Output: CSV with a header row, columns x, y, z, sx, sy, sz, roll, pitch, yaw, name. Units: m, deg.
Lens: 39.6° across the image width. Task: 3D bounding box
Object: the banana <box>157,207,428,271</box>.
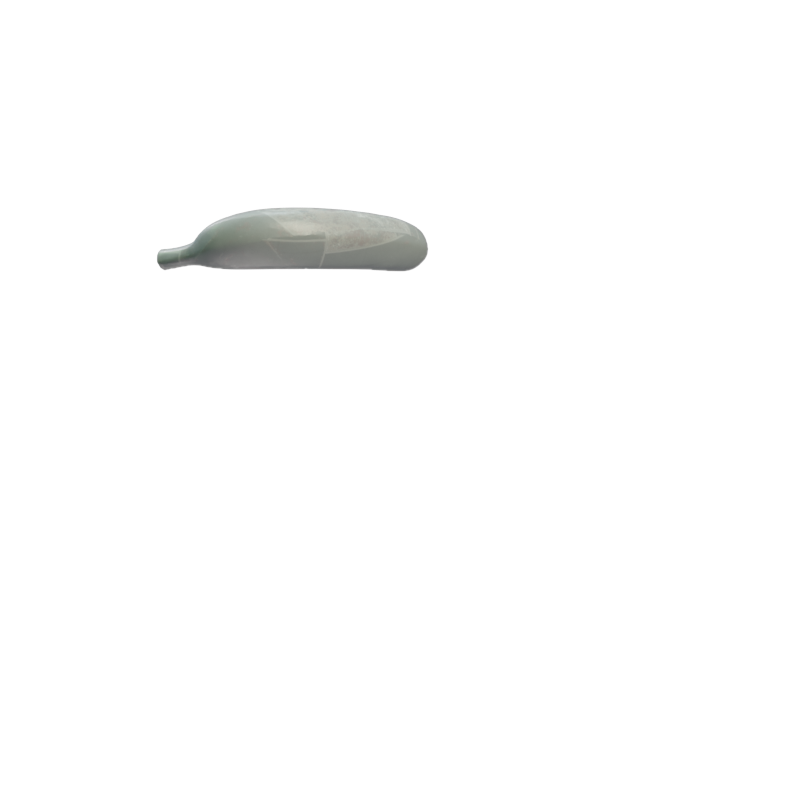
x,y,z,sx,sy,sz,roll,pitch,yaw,name
-0.046,-0.097,0.676,0.191,0.037,0.072,-4,6,-36,banana
